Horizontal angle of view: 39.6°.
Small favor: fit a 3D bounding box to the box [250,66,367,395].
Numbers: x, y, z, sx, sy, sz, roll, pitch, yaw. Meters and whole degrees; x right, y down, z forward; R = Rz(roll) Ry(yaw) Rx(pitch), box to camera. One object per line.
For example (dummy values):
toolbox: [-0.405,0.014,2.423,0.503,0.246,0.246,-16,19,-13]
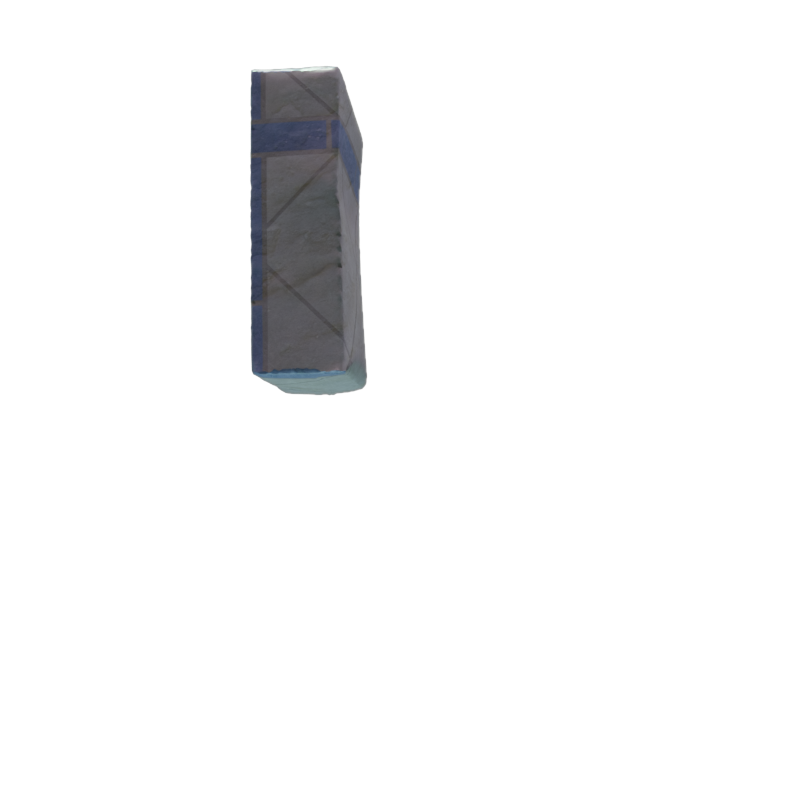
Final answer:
box: [-0.064,-0.117,0.818,0.072,0.220,0.159,-2,-10,3]
